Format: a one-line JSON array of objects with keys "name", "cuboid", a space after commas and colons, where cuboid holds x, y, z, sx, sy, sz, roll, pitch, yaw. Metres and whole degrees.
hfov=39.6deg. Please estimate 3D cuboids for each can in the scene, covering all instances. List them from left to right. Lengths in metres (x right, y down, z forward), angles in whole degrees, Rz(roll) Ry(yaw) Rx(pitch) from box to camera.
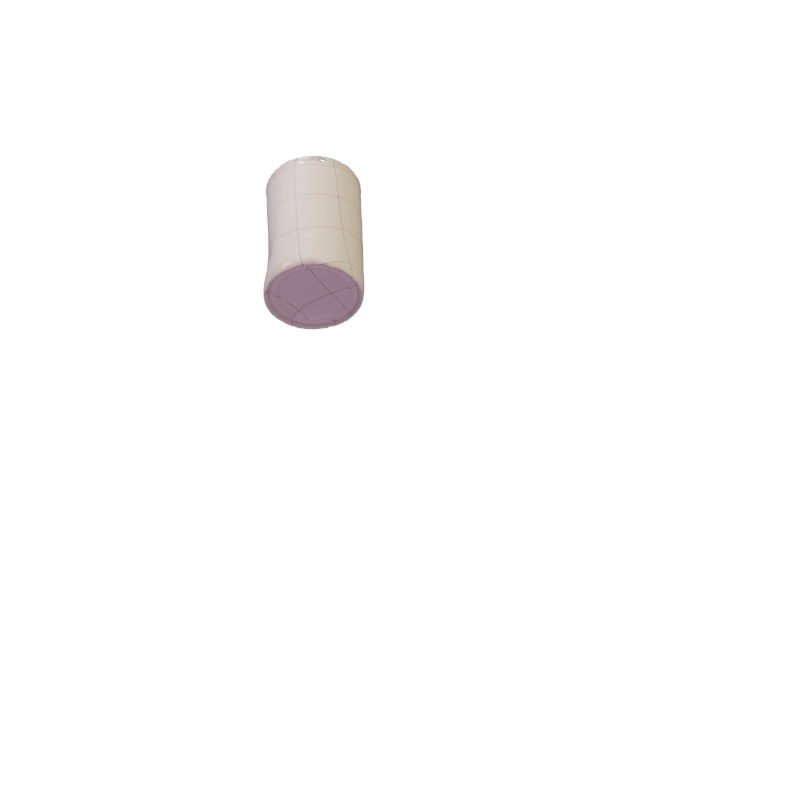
[{"name": "can", "cuboid": [-0.059, -0.108, 0.754, 0.068, 0.110, 0.064, -1, -41, -3]}]
